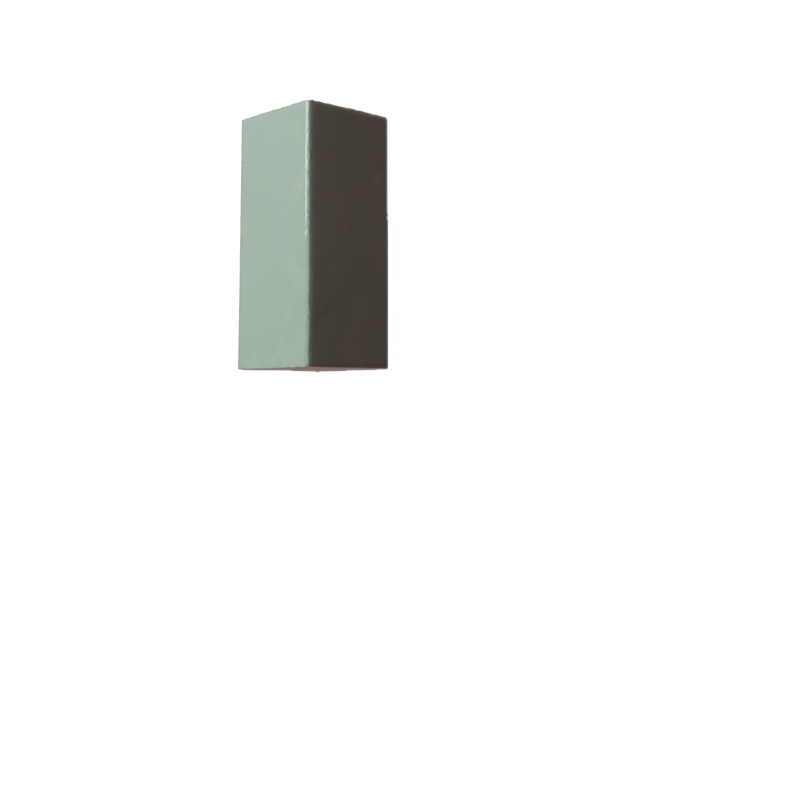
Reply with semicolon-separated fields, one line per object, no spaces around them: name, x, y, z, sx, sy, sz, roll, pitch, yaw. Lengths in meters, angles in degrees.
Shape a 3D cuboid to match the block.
block;-0.070;-0.128;0.899;0.086;0.210;0.093;6;-10;-43
